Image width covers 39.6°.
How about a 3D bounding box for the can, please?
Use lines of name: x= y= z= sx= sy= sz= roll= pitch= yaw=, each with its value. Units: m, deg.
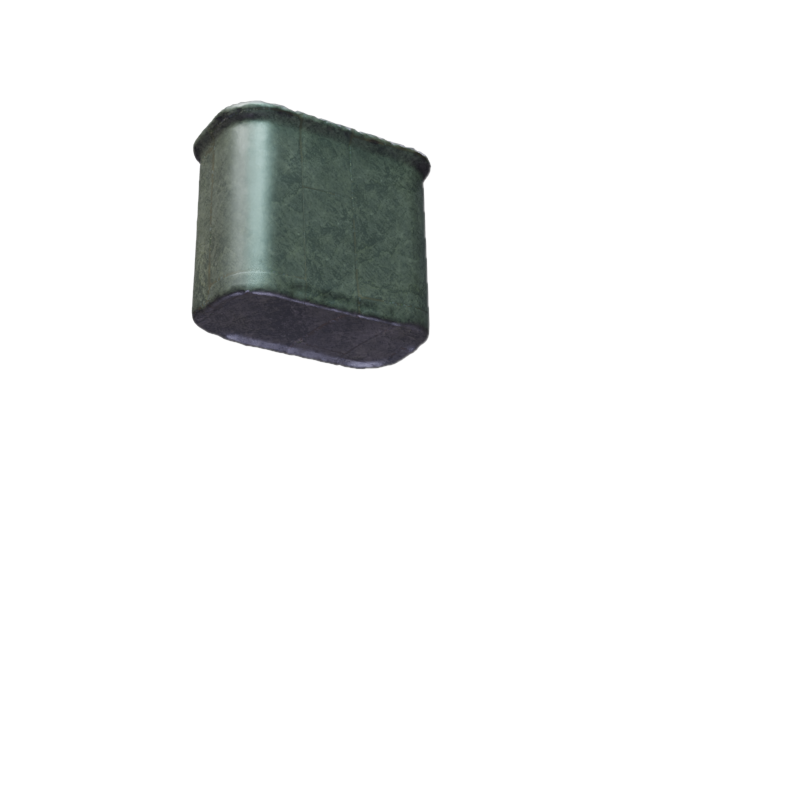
can: x=-0.036 y=-0.066 z=0.463 sx=0.097 sy=0.089 sz=0.057 roll=12 pitch=-28 yaw=-28
